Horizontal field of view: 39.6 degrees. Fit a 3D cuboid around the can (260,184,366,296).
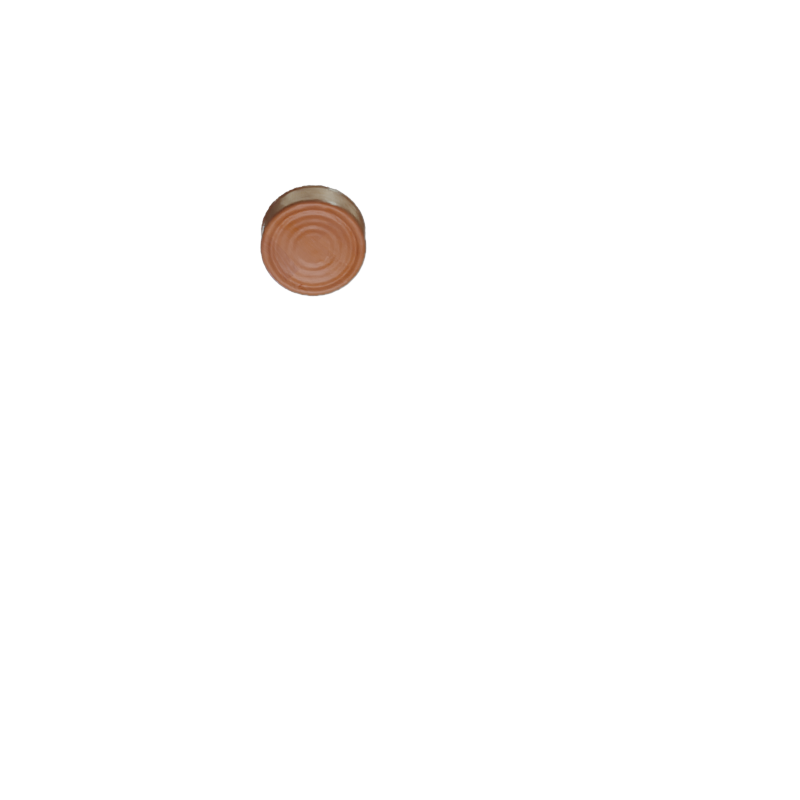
[{"bbox_3d":[-0.070,-0.127,0.891,0.086,0.081,0.036,1,27,-1],"label":"can"}]
